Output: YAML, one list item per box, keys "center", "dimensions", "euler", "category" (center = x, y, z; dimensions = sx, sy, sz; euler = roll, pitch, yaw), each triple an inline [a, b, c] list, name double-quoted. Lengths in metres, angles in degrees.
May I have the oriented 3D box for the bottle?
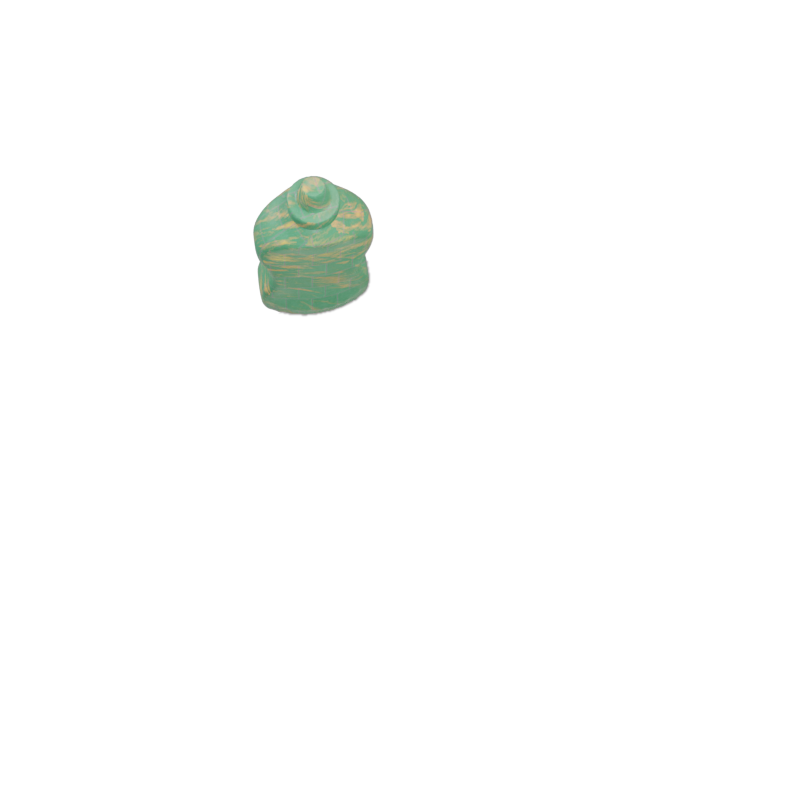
- center: [-0.071, -0.129, 0.903]
  dimensions: [0.095, 0.061, 0.183]
  euler: [-7, -17, -6]
  category: "bottle"
